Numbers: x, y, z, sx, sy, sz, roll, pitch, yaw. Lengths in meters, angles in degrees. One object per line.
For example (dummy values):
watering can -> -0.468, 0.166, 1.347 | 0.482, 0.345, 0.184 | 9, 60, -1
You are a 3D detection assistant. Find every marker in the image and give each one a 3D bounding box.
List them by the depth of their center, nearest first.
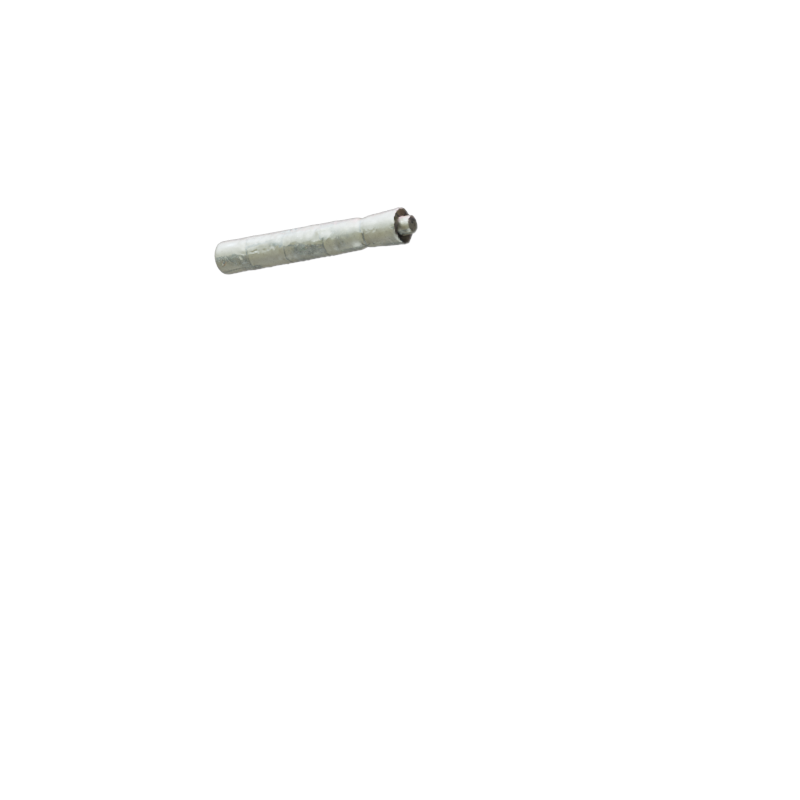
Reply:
marker -> -0.045, -0.083, 0.580 | 0.124, 0.020, 0.019 | -5, 1, 33
